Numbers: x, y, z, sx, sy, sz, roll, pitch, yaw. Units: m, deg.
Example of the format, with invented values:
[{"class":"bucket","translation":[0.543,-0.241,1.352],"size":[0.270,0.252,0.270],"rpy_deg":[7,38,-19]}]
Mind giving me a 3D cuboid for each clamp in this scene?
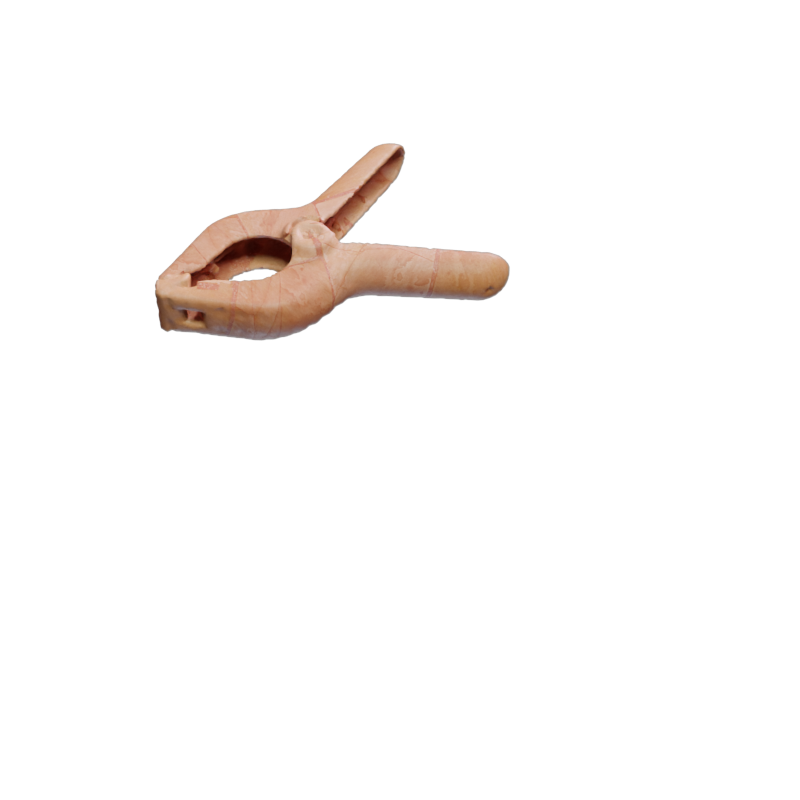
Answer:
[{"class":"clamp","translation":[-0.044,-0.081,0.566],"size":[0.169,0.037,0.130],"rpy_deg":[-12,42,-14]}]
